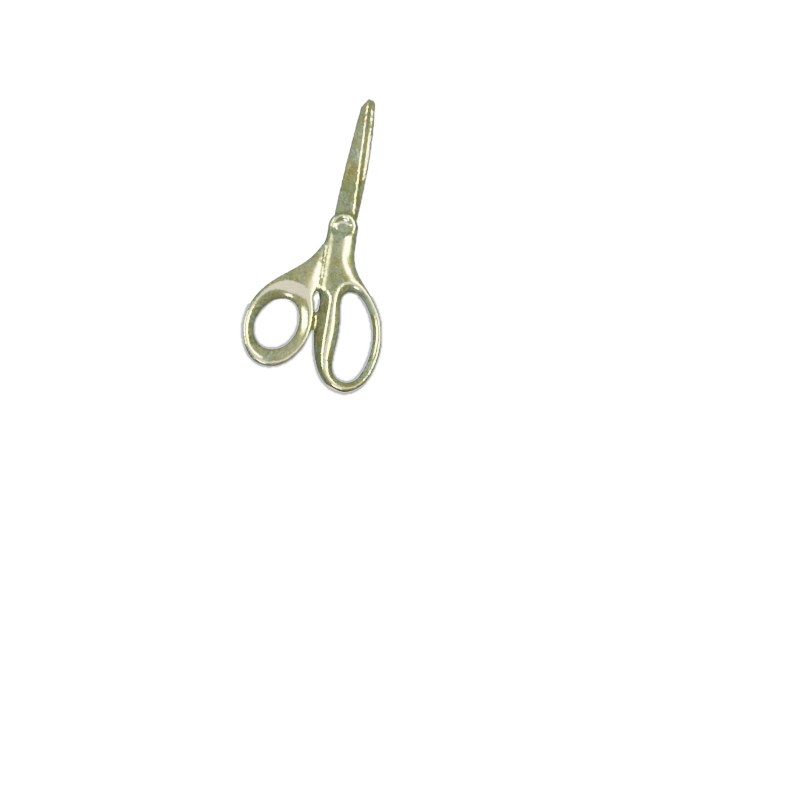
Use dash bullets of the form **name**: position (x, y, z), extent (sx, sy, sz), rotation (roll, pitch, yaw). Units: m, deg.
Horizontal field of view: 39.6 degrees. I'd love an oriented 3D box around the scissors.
- **scissors**: position (-0.056, -0.102, 0.716), extent (0.096, 0.212, 0.015), rotation (-4, -21, -2)
